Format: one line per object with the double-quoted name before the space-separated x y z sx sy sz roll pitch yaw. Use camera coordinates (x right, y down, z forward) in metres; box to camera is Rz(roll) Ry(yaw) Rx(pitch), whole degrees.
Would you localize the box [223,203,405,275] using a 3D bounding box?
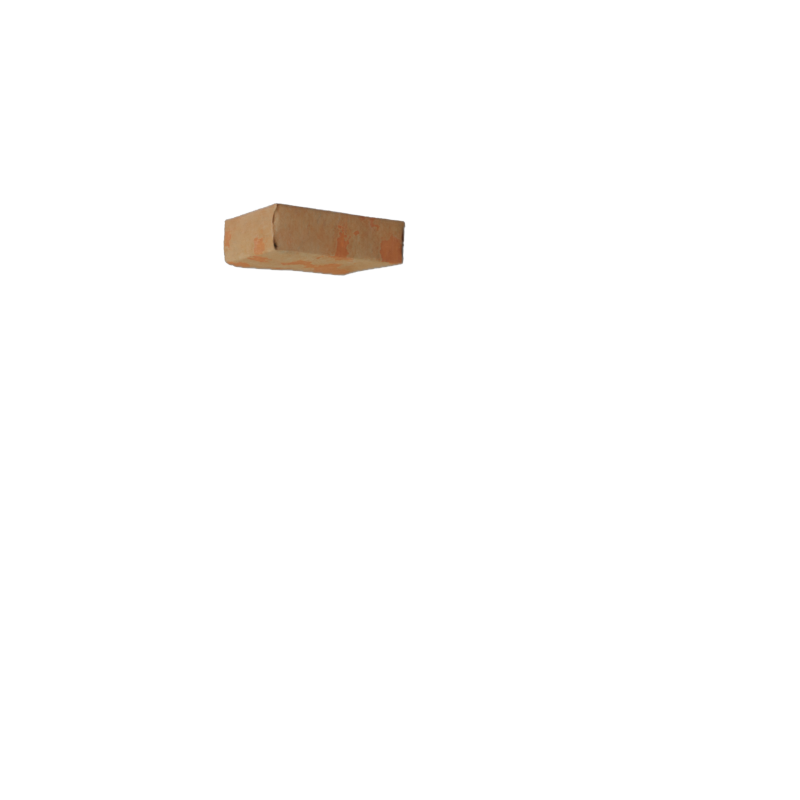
"box" -0.066 -0.121 0.845 0.109 0.039 0.092 1 -2 -31
